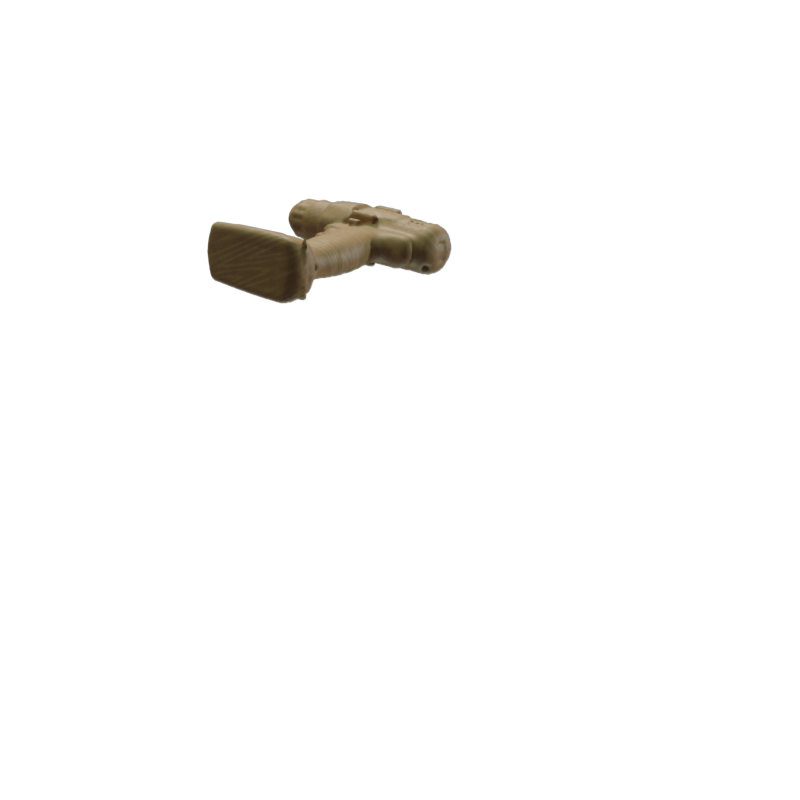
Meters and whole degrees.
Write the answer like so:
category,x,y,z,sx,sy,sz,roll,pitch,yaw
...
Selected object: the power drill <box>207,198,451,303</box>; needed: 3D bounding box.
category,x,y,z,sx,sy,sz,roll,pitch,yaw
power drill,-0.077,-0.140,0.981,0.195,0.055,0.184,17,26,39
